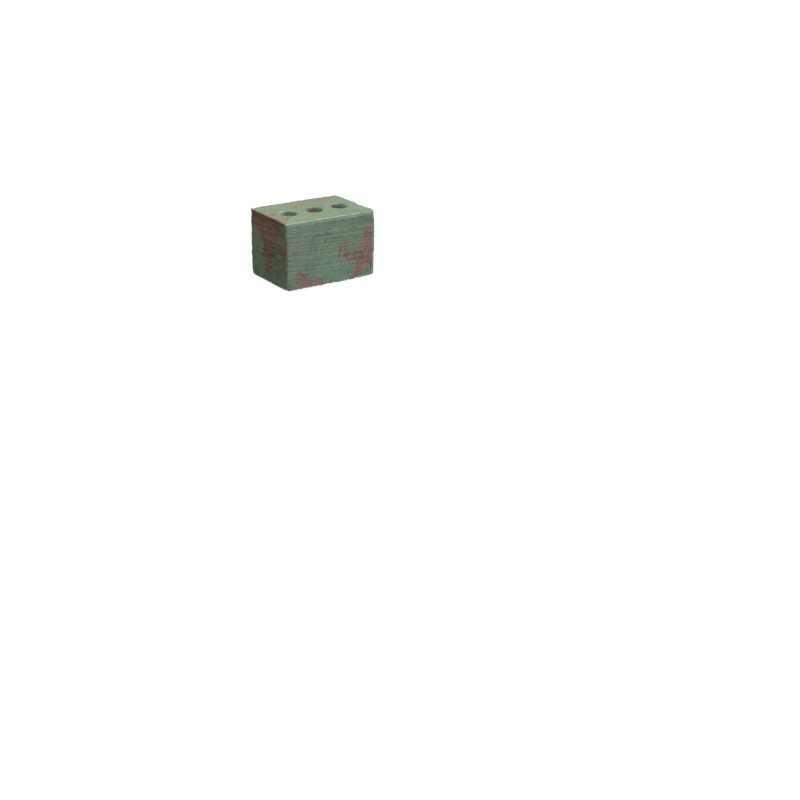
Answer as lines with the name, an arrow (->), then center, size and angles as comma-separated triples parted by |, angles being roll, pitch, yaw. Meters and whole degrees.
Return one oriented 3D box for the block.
block -> -0.064, -0.117, 0.819 | 0.076, 0.049, 0.056 | -14, 25, -32
